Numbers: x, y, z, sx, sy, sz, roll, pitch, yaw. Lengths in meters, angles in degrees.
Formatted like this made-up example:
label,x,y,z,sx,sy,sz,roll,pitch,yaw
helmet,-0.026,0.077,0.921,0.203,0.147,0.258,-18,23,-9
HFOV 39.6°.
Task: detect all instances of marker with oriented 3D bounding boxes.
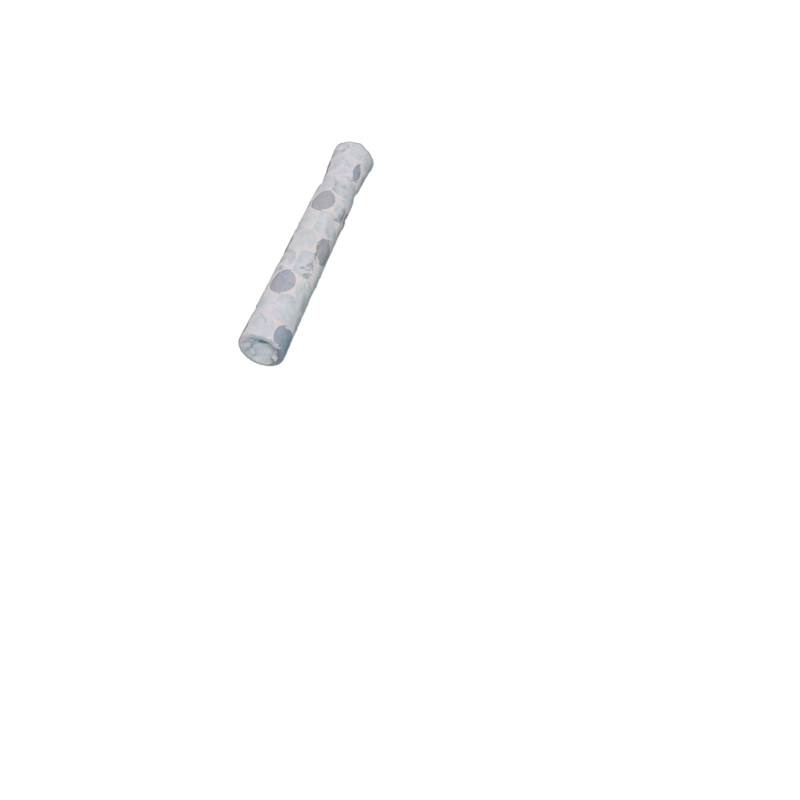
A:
label,x,y,z,sx,sy,sz,roll,pitch,yaw
marker,-0.036,-0.065,0.458,0.020,0.127,0.018,0,-42,23
